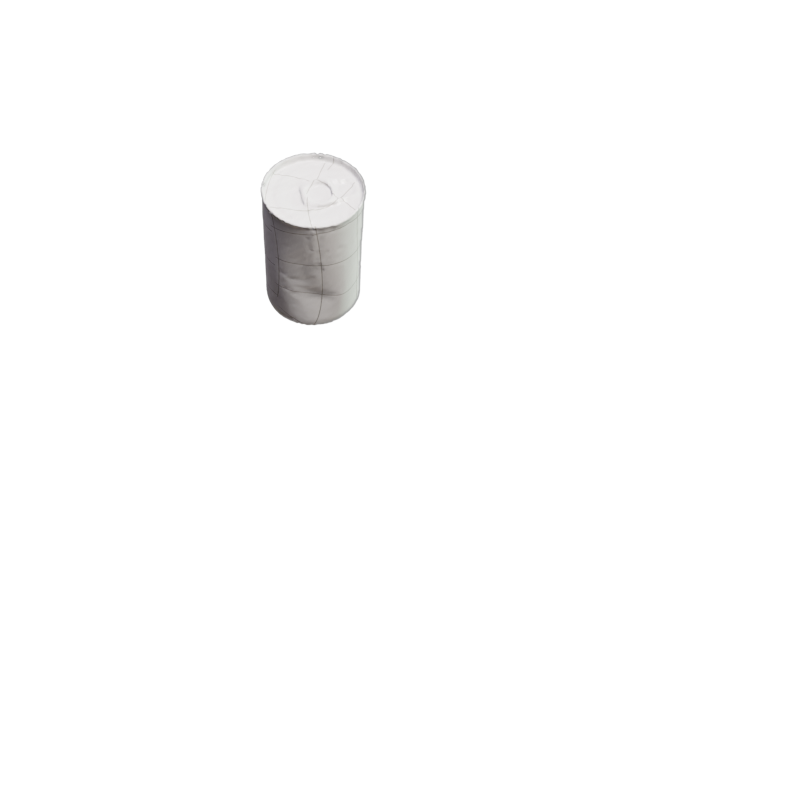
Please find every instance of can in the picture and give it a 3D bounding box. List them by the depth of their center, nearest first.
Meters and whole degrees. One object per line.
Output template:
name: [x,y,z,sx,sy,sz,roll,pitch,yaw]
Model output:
can: [-0.059,-0.107,0.751,0.068,0.073,0.095,0,-38,-3]
